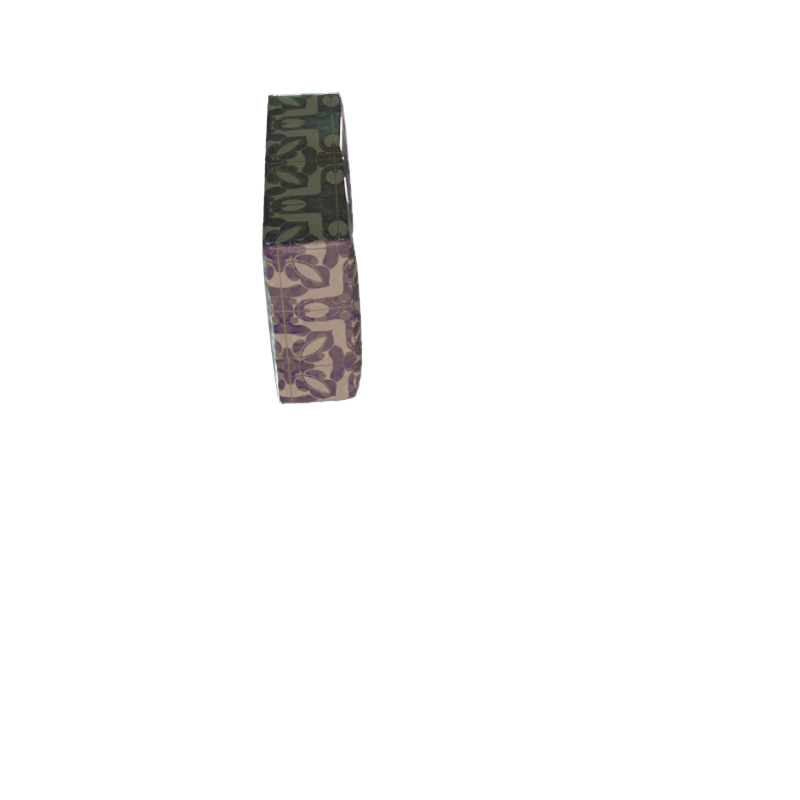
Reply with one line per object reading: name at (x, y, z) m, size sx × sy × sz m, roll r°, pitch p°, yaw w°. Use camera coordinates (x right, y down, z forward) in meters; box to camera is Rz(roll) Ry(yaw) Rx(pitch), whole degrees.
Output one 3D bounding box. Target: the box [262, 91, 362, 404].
box at (-0.071, -0.130, 0.911) m, size 0.072 × 0.153 × 0.229 m, roll -3°, pitch 42°, yaw -1°
